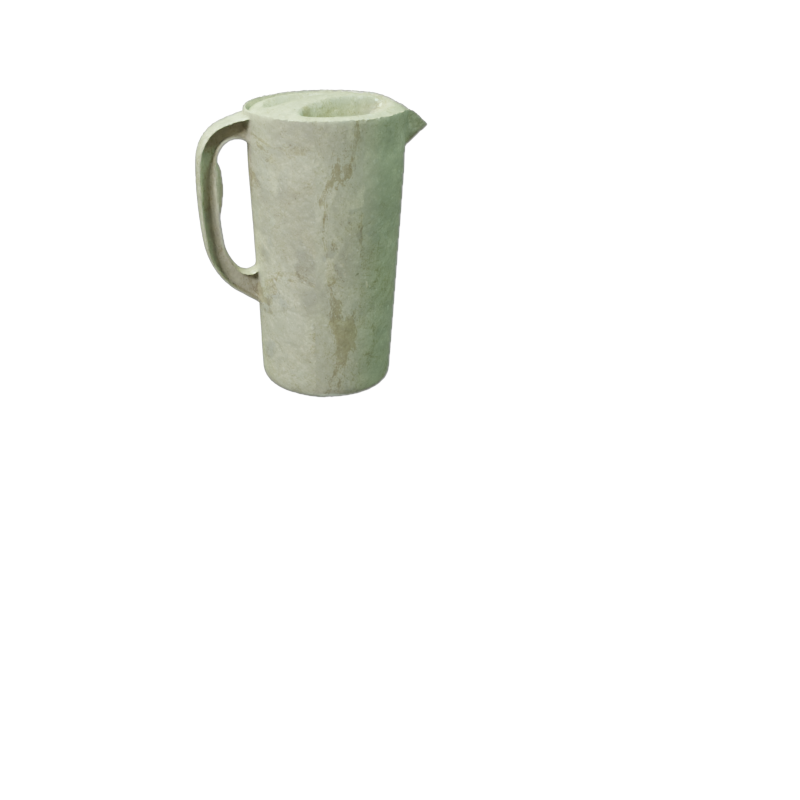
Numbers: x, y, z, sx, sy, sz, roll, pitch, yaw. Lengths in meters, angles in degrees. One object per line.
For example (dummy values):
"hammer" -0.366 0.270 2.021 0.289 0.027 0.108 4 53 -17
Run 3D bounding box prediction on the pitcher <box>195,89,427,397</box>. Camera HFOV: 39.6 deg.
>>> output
"pitcher" -0.072 -0.131 0.915 0.156 0.233 0.145 11 22 26
